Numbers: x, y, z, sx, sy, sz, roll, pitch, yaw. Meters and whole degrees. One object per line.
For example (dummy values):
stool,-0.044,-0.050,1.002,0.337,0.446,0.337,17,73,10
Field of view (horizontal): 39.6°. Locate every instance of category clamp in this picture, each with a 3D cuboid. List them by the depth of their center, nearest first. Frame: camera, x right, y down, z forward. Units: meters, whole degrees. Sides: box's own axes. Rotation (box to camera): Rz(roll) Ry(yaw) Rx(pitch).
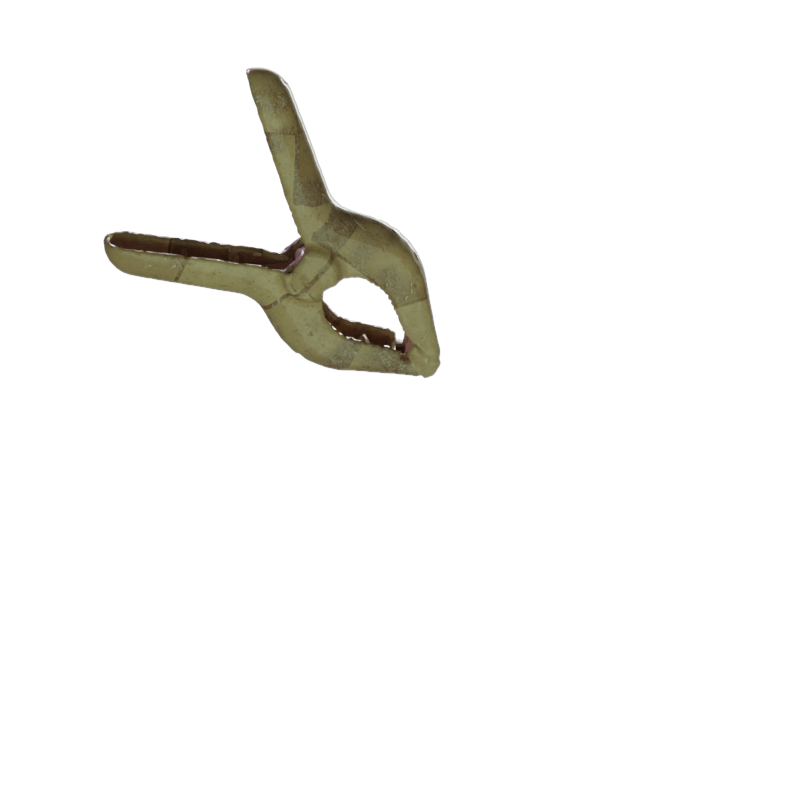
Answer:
clamp,-0.042,-0.076,0.531,0.165,0.117,0.042,29,26,-16
